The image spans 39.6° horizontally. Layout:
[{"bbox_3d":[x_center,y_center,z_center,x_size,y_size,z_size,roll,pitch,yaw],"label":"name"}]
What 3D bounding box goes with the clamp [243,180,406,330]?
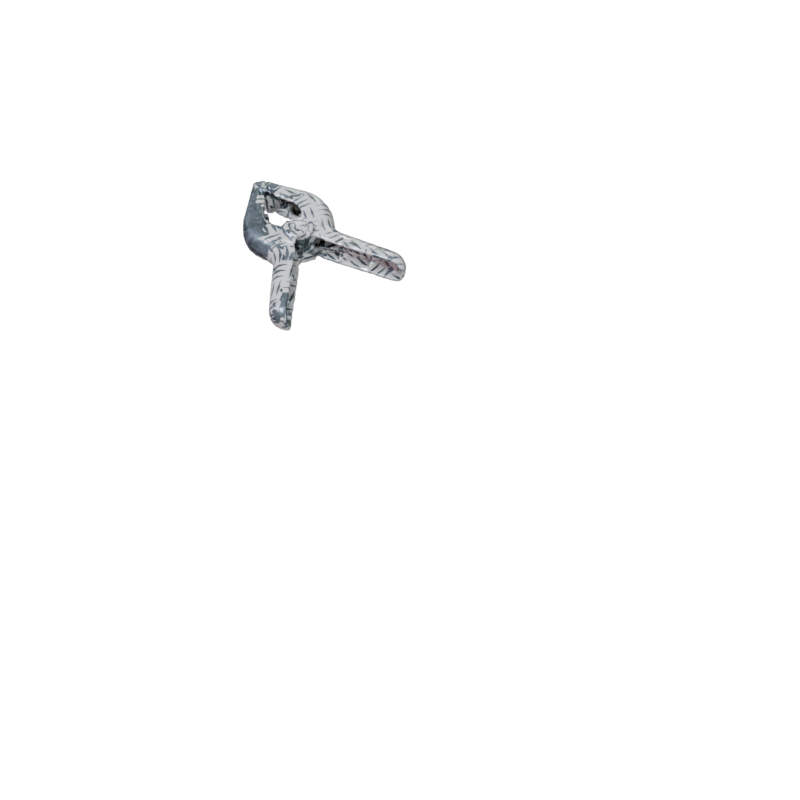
[{"bbox_3d":[-0.074,-0.135,0.945,0.119,0.036,0.186,-15,48,-14],"label":"clamp"}]
